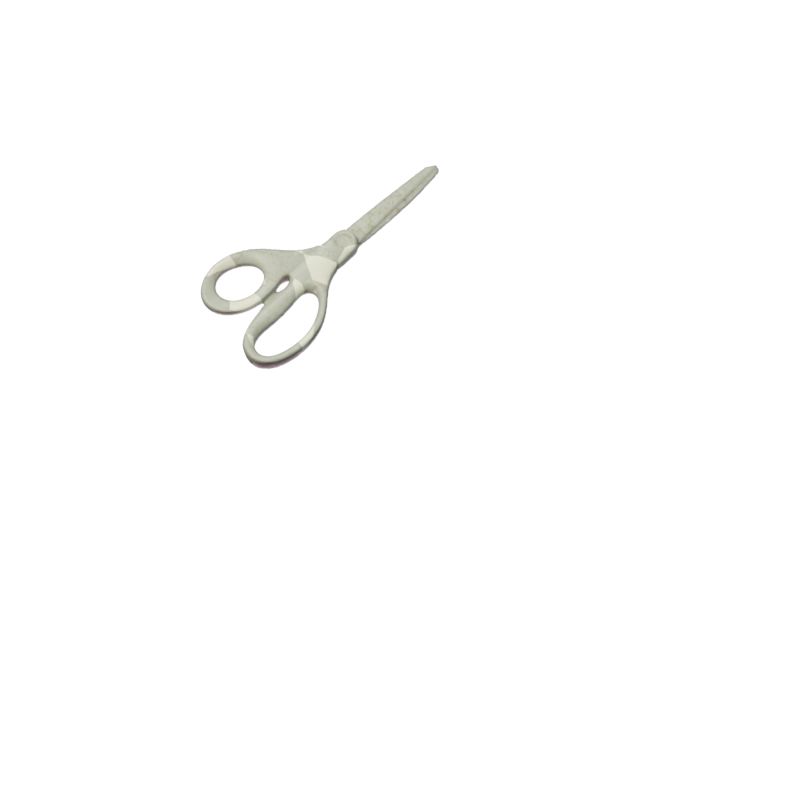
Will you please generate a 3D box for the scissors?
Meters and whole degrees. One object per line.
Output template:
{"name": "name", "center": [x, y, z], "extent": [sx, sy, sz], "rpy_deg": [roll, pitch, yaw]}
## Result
{"name": "scissors", "center": [-0.060, -0.109, 0.766], "extent": [0.099, 0.208, 0.015], "rpy_deg": [24, -29, 14]}
